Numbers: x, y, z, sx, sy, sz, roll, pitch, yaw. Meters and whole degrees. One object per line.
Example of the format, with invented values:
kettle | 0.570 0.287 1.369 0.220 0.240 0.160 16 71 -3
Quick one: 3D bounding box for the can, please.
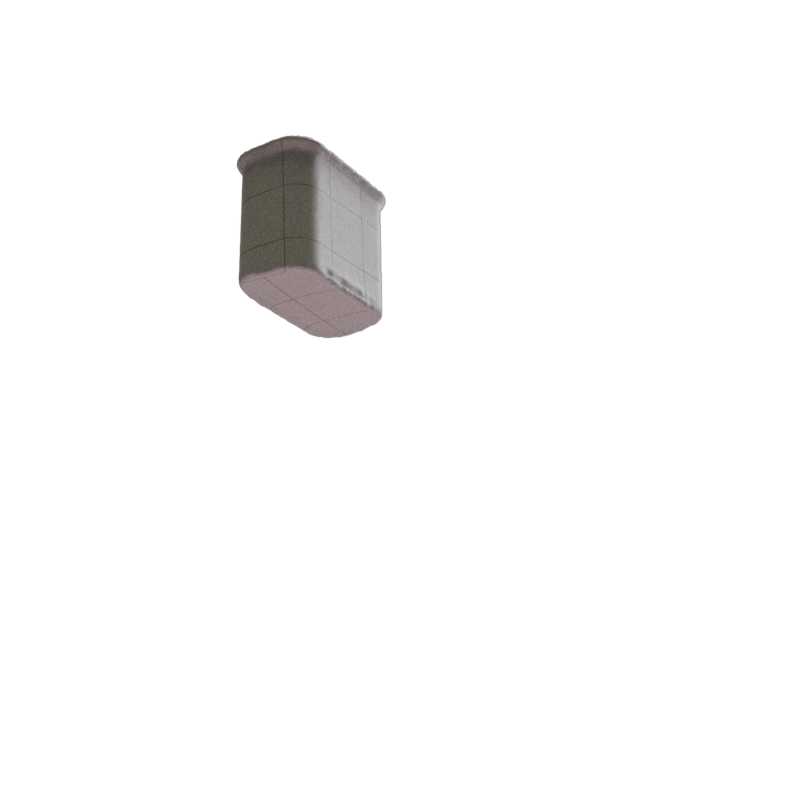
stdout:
can | -0.051 -0.093 0.654 0.058 0.089 0.095 -17 -29 29
